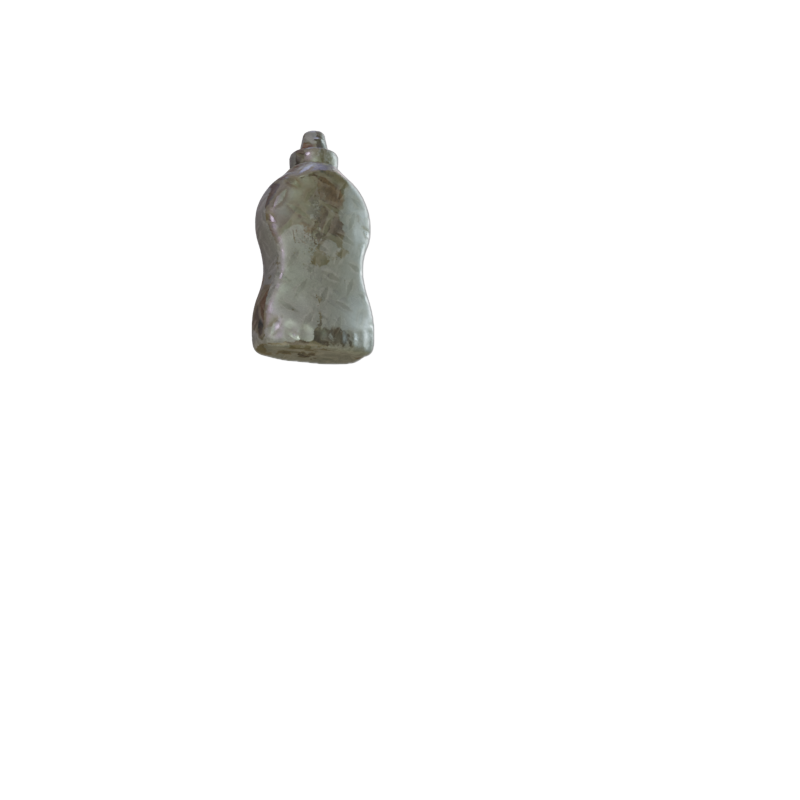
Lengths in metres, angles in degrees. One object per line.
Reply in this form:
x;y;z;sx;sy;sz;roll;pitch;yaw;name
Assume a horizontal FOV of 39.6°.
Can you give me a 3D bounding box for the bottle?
-0.070;-0.129;0.902;0.093;0.200;0.058;6;-20;-21;bottle
